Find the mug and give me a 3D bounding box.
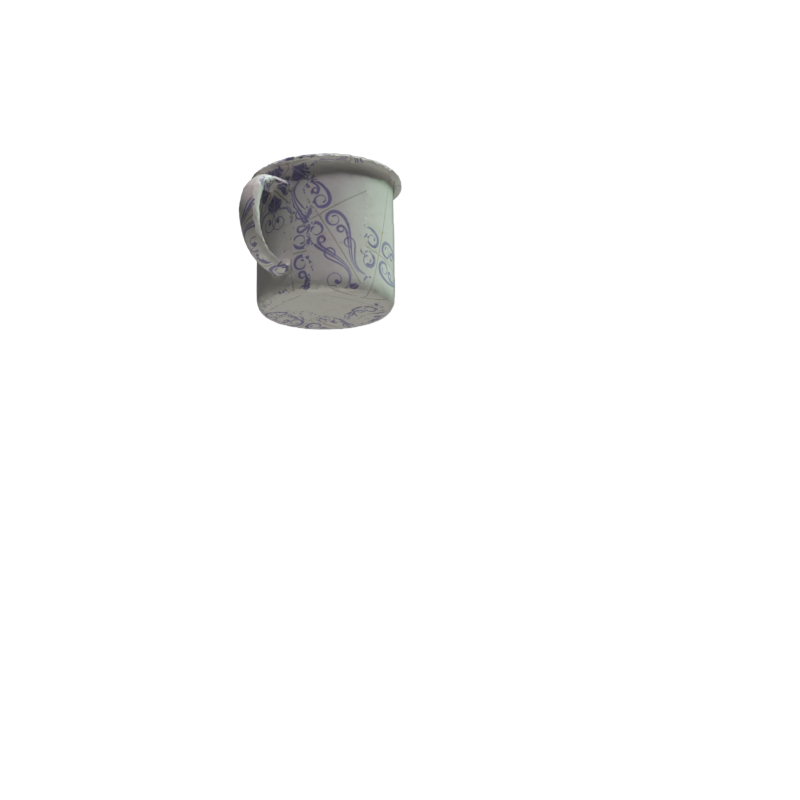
[{"bbox_3d":[-0.051,-0.093,0.653,0.095,0.085,0.110,-12,-20,33],"label":"mug"}]
